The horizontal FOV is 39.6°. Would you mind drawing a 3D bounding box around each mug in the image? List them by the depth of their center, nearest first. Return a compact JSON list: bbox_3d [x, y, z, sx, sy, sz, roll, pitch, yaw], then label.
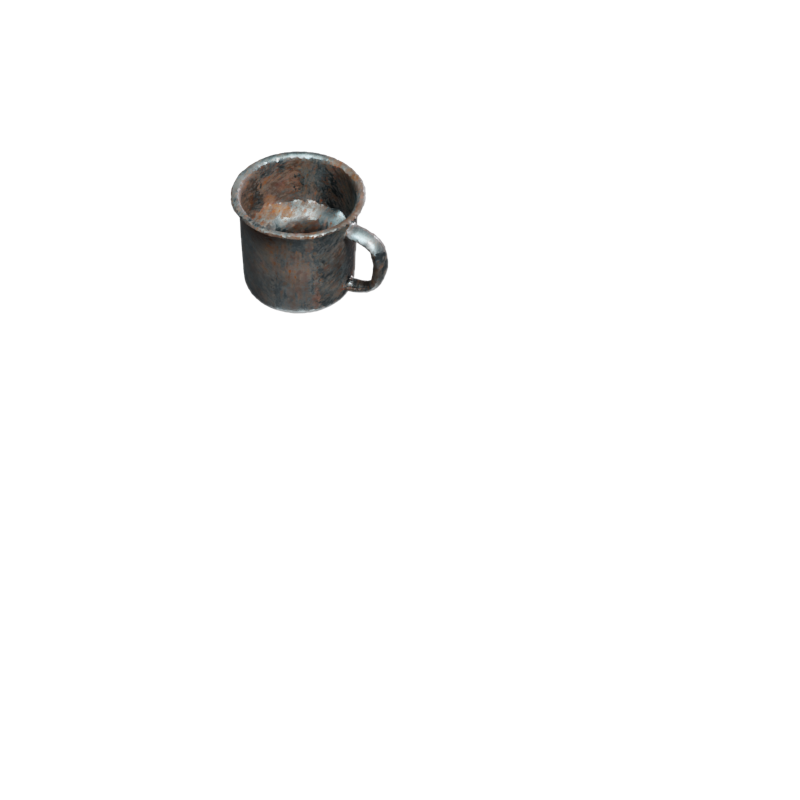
[{"bbox_3d":[-0.061,-0.112,0.782,0.122,0.076,0.096,22,49,19],"label":"mug"}]
